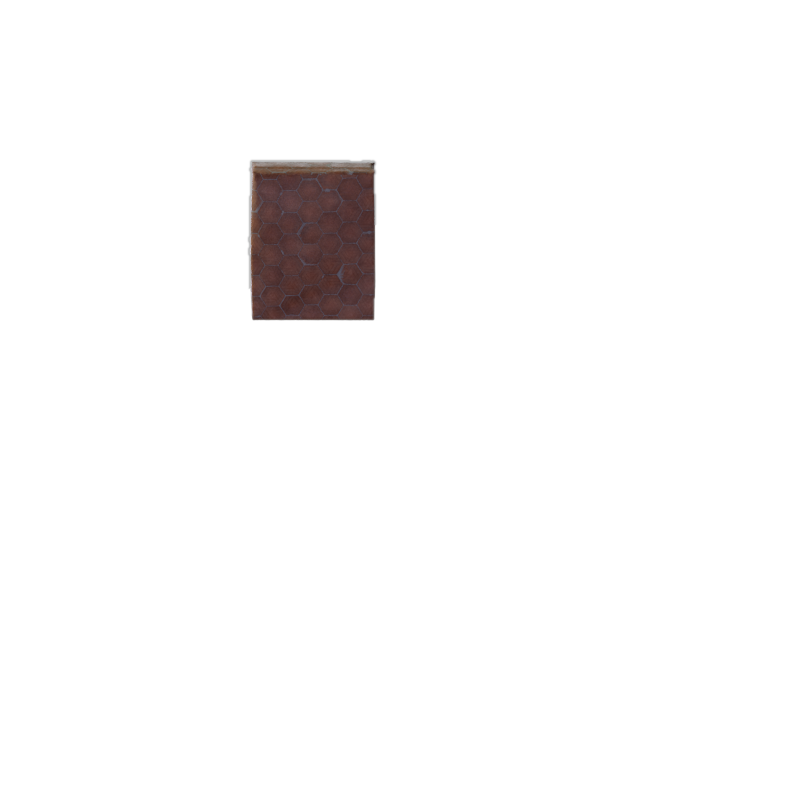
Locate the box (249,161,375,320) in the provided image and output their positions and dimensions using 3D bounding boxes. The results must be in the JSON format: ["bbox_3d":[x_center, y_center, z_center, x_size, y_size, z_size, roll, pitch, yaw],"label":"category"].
[{"bbox_3d":[-0.062,-0.113,0.791,0.090,0.109,0.041,1,20,-1],"label":"box"}]
